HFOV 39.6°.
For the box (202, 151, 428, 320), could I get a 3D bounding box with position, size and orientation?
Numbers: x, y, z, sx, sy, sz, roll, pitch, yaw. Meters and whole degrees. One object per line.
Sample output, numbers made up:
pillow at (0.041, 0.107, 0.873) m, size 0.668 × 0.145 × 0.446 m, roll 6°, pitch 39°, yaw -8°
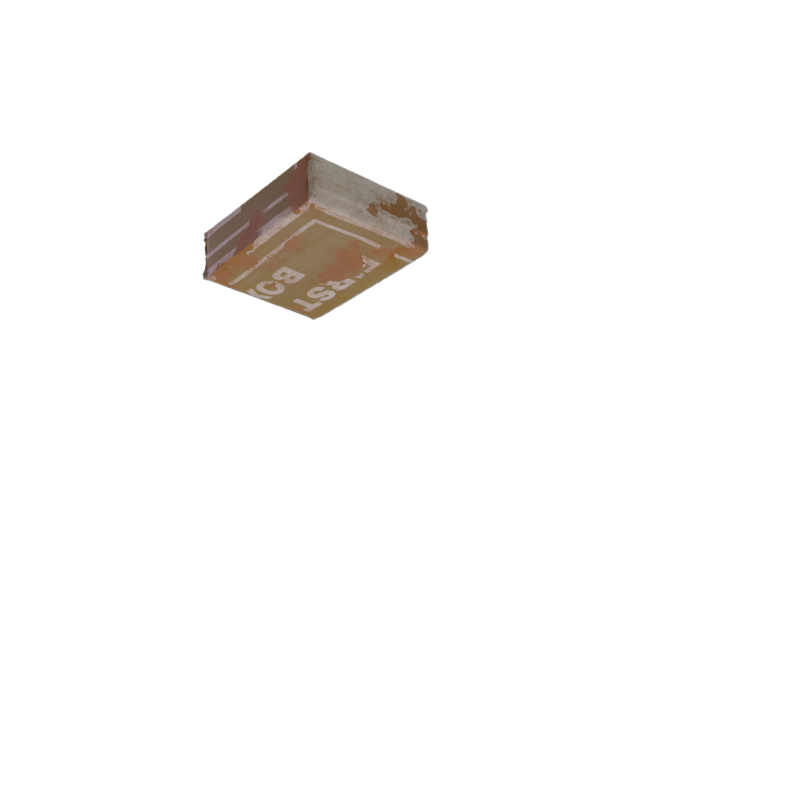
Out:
box at (-0.052, -0.095, 0.668) m, size 0.085 × 0.041 × 0.113 m, roll 22°, pitch -35°, yaw -35°
